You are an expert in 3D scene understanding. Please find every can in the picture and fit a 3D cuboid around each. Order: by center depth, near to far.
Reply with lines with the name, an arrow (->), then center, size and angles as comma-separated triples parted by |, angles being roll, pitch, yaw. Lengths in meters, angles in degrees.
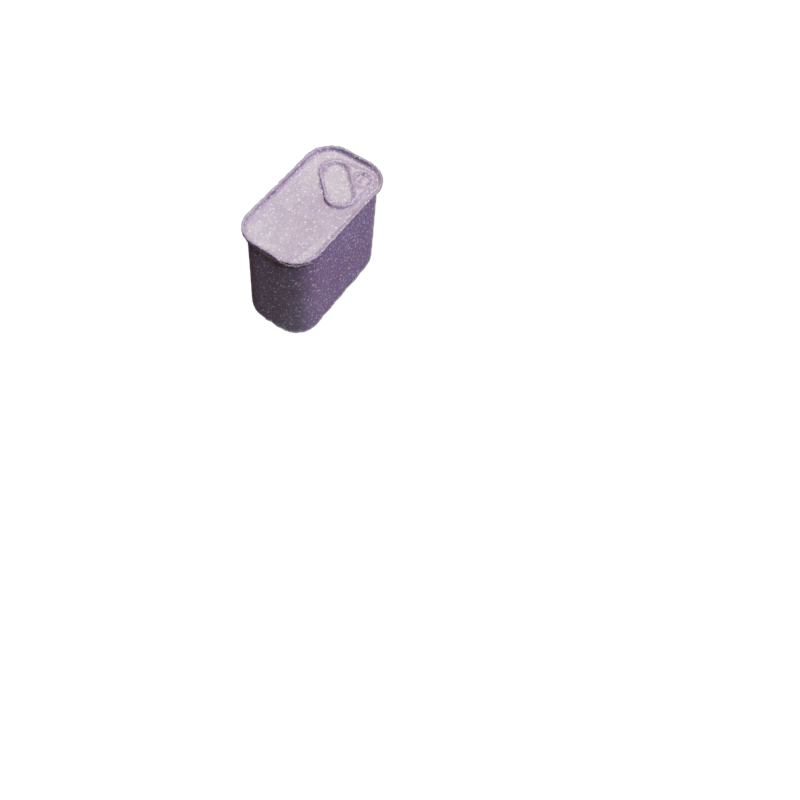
can -> -0.058, -0.107, 0.746 | 0.060, 0.104, 0.078 | 30, -30, 16
